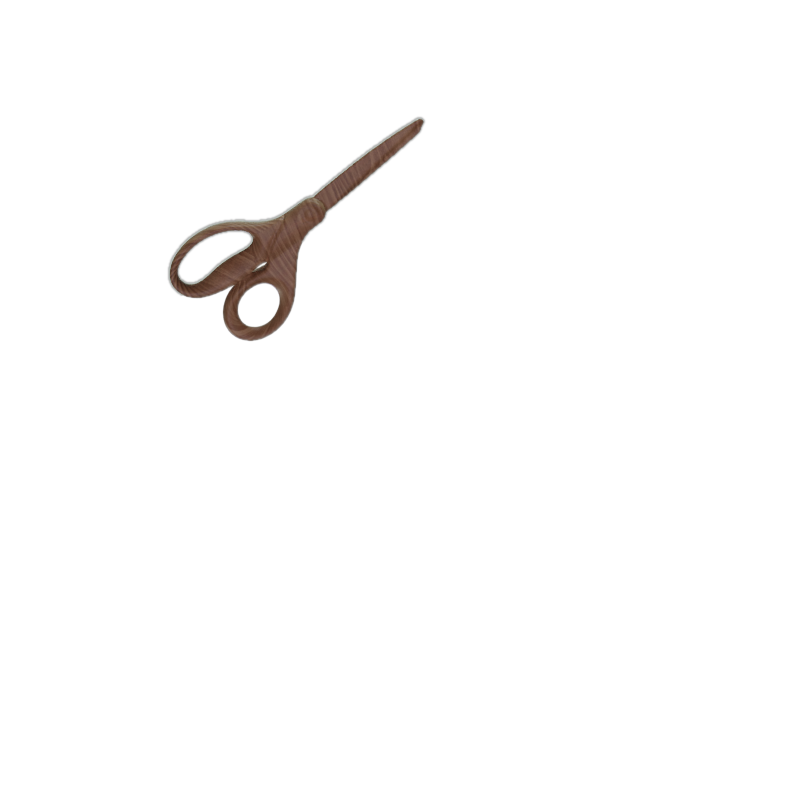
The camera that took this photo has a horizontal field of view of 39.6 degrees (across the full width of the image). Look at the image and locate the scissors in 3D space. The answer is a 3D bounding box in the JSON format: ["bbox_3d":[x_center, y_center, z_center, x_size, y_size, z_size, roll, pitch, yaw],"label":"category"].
[{"bbox_3d":[-0.059,-0.107,0.752,0.202,0.092,0.016,-23,18,8],"label":"scissors"}]
